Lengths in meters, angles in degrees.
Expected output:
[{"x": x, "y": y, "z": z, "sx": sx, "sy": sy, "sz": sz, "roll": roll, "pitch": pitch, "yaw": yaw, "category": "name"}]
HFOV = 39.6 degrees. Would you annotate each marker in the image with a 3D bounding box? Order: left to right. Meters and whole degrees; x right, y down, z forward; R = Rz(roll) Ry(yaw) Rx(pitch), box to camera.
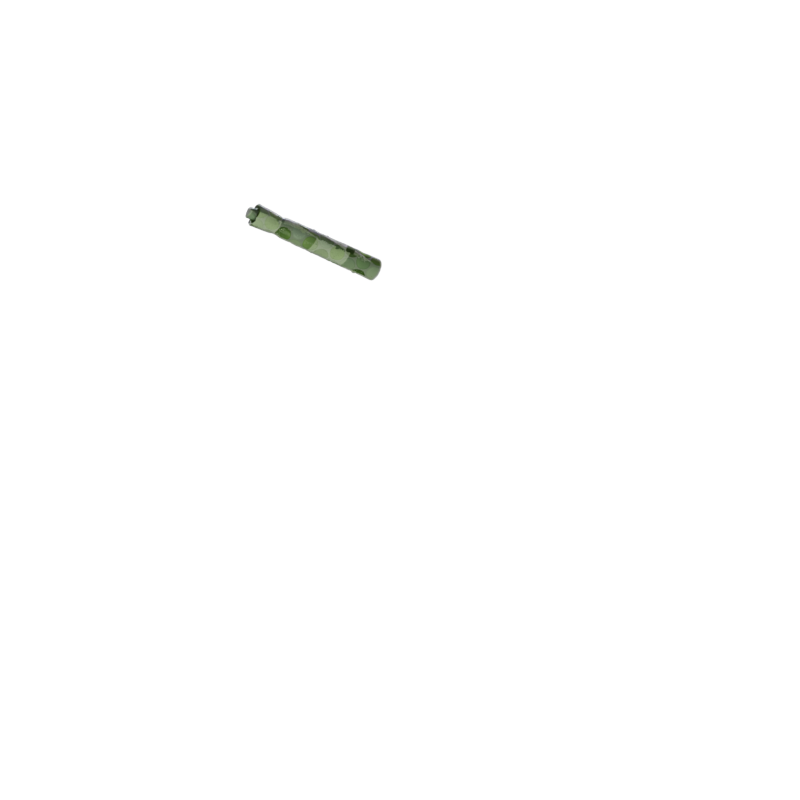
[{"x": -0.070, "y": -0.128, "z": 0.893, "sx": 0.116, "sy": 0.020, "sz": 0.020, "roll": 22, "pitch": -5, "yaw": -21, "category": "marker"}]
